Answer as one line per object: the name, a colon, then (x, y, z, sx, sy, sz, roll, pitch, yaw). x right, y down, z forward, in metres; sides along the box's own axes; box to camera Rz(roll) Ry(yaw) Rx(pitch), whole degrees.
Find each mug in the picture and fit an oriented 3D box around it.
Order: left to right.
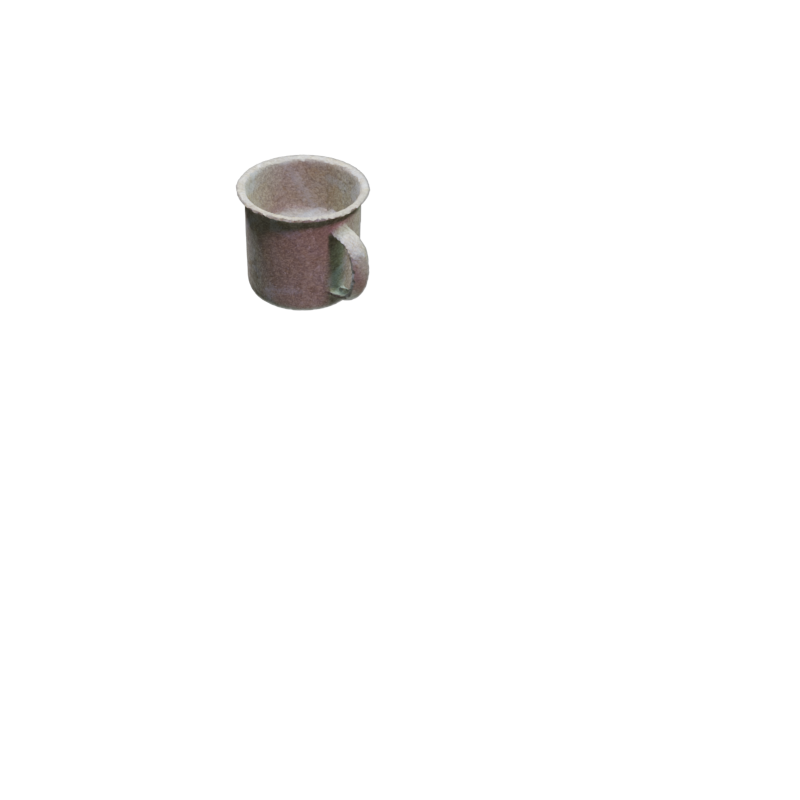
mug: (-0.061, -0.112, 0.784, 0.093, 0.076, 0.126, -26, 44, -31)
